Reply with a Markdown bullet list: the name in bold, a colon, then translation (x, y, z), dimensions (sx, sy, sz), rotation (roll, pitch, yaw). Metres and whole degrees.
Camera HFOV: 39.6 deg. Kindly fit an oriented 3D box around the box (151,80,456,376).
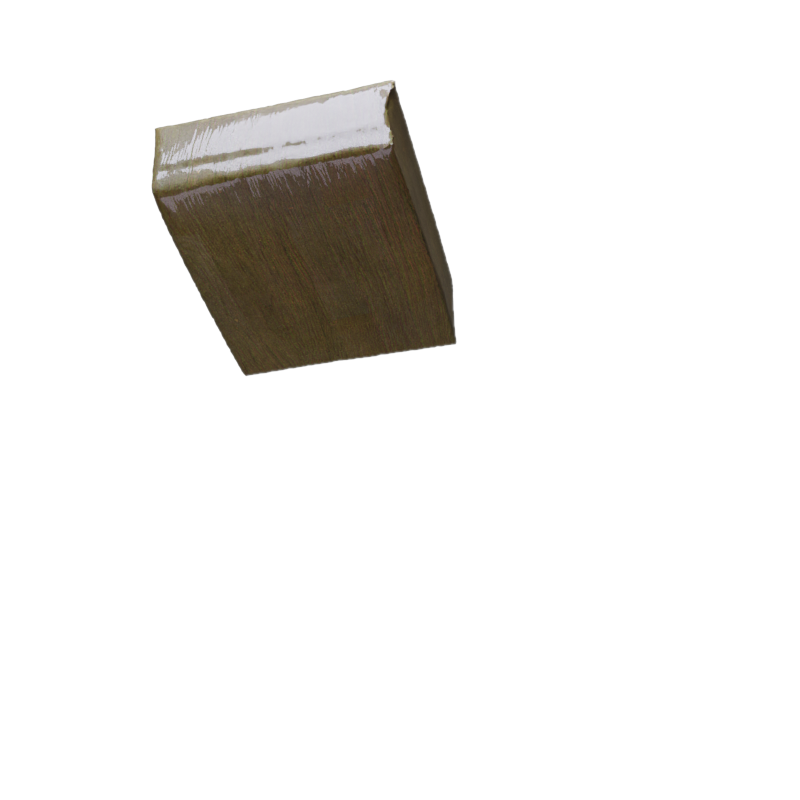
- **box**: translation (-0.033, -0.059, 0.416), dimensions (0.091, 0.042, 0.105), rotation (-9, -38, 11)
